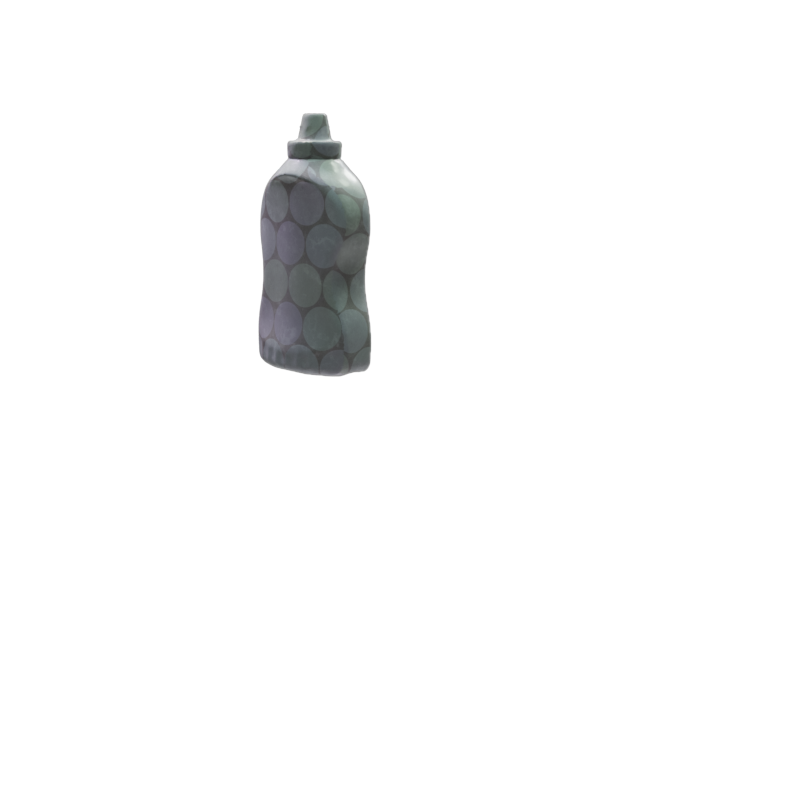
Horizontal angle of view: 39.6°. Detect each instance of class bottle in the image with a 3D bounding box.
[{"bbox_3d":[-0.065,-0.119,0.834,0.056,0.189,0.101,-5,9,-44],"label":"bottle"}]
